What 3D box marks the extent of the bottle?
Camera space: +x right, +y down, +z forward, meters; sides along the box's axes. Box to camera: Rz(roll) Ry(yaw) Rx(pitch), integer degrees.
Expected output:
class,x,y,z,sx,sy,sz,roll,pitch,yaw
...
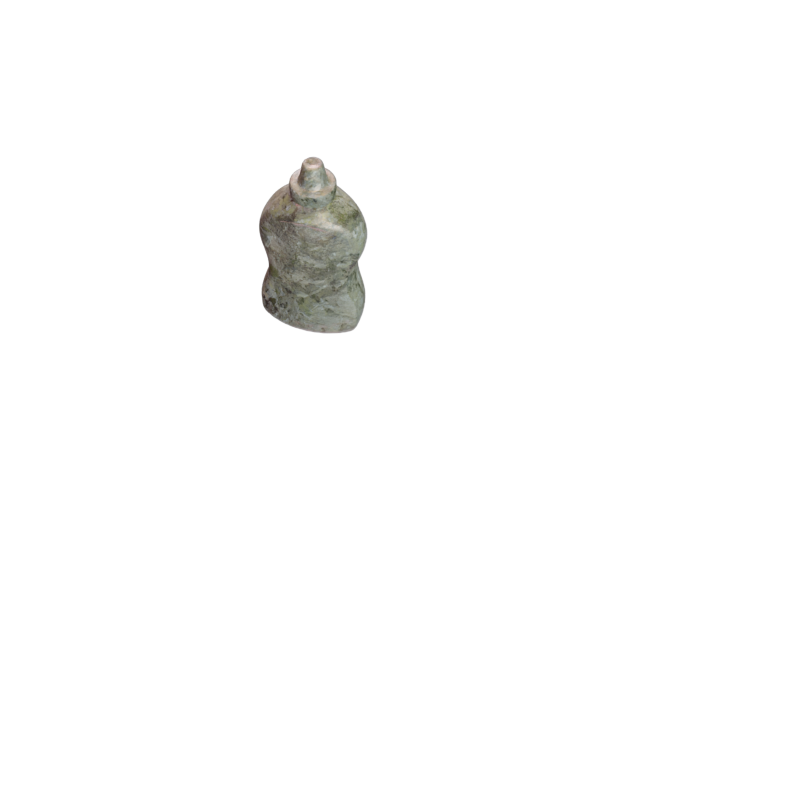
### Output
class,x,y,z,sx,sy,sz,roll,pitch,yaw
bottle,-0.078,-0.142,0.996,0.098,0.061,0.179,16,-39,10
